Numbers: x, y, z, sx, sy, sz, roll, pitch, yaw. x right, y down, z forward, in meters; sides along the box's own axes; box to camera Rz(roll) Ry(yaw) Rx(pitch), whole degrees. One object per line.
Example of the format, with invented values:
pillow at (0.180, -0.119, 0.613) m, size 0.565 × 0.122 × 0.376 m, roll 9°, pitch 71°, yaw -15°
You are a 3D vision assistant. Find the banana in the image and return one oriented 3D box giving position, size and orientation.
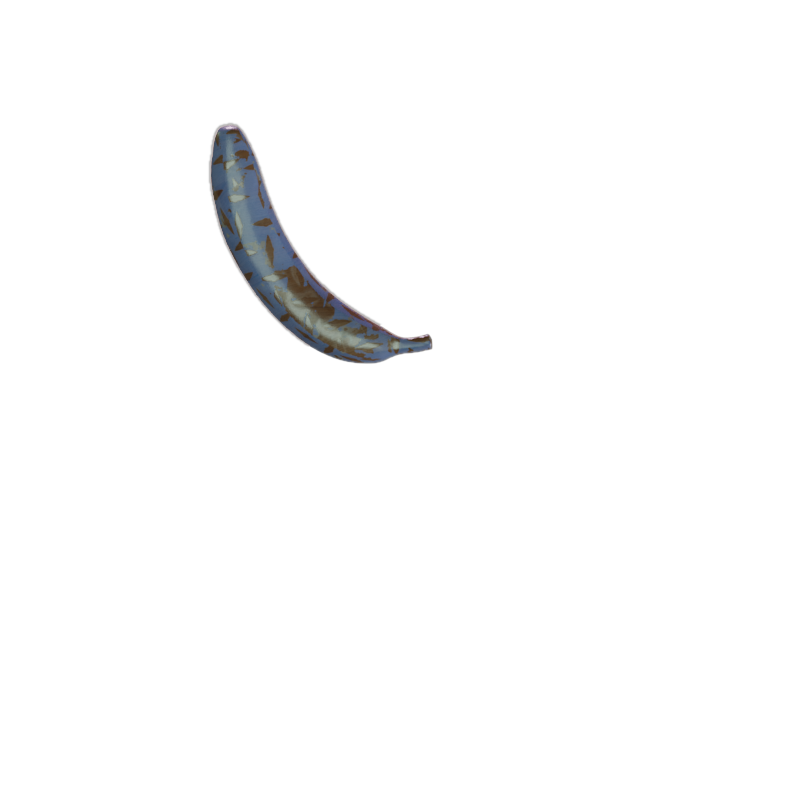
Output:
banana at (-0.068, -0.088, 0.724) m, size 0.069 × 0.193 × 0.038 m, roll -42°, pitch 9°, yaw 9°
